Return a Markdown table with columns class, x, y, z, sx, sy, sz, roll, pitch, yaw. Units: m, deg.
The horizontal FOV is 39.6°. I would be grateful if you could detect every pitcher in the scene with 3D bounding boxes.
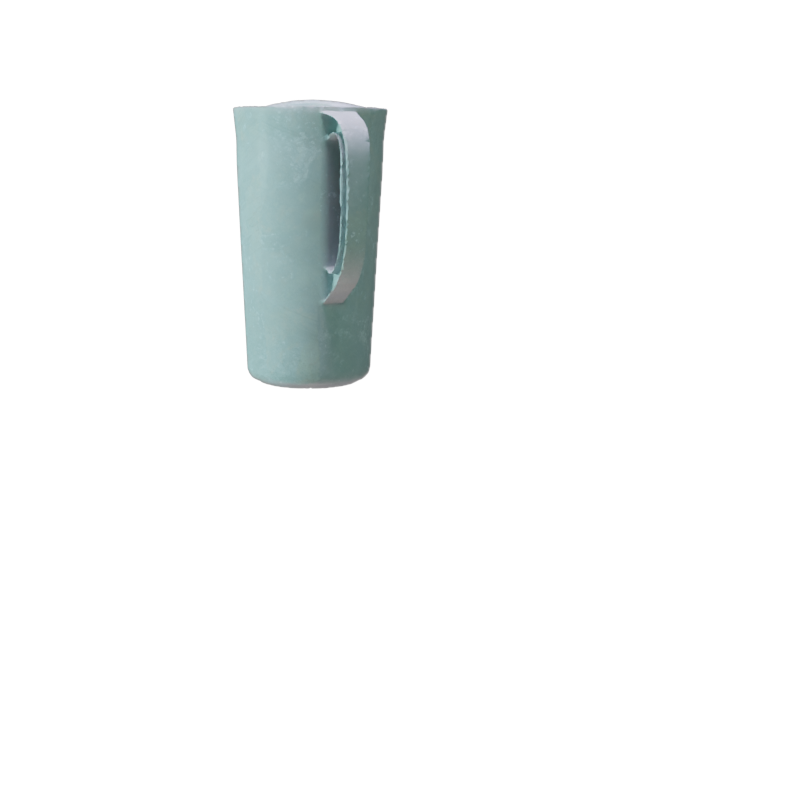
| class | x | y | z | sx | sy | sz | roll | pitch | yaw |
| --- | --- | --- | --- | --- | --- | --- | --- | --- | --- |
| pitcher | -0.075 | -0.136 | 0.954 | 0.149 | 0.240 | 0.147 | 3 | 7 | 20 |
